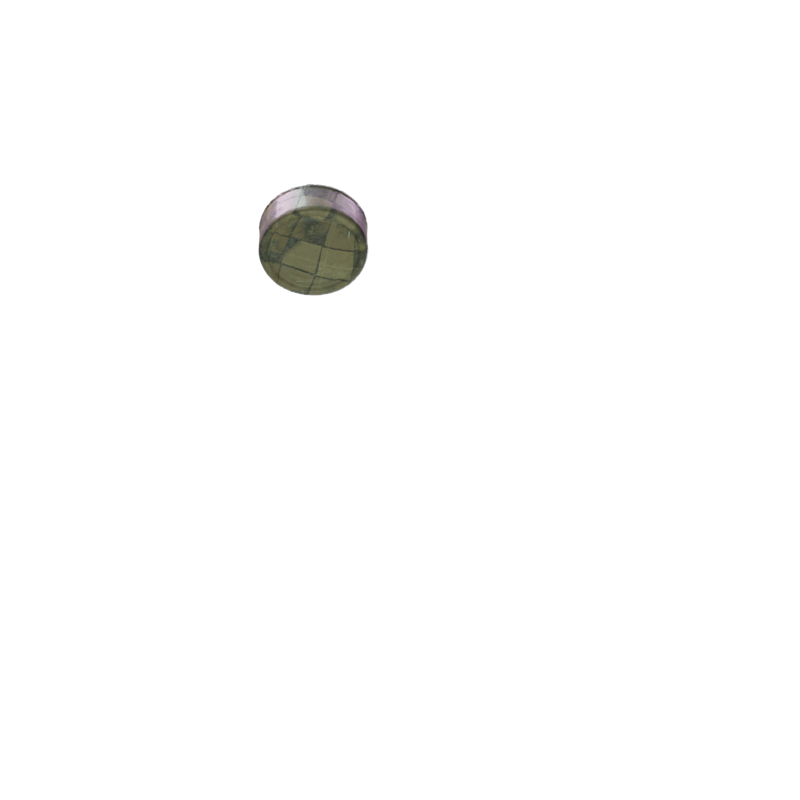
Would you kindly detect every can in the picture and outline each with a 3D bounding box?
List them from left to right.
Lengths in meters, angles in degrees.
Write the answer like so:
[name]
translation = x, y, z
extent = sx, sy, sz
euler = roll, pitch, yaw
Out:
[can]
translation = -0.067, -0.123, 0.861
extent = 0.086, 0.080, 0.036
euler = 1, 40, -1
